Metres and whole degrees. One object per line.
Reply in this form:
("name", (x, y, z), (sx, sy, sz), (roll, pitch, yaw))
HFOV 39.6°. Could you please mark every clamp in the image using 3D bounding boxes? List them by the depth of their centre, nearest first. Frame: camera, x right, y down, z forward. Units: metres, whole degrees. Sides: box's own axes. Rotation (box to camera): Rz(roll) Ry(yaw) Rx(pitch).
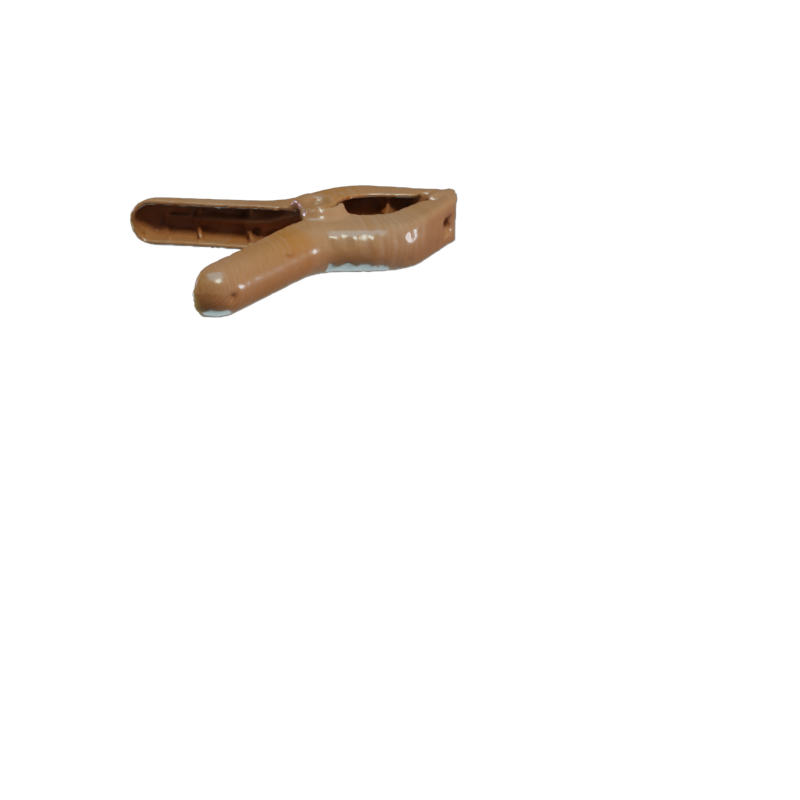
("clamp", (-0.044, -0.079, 0.556), (0.169, 0.037, 0.129), (-9, 34, -14))
